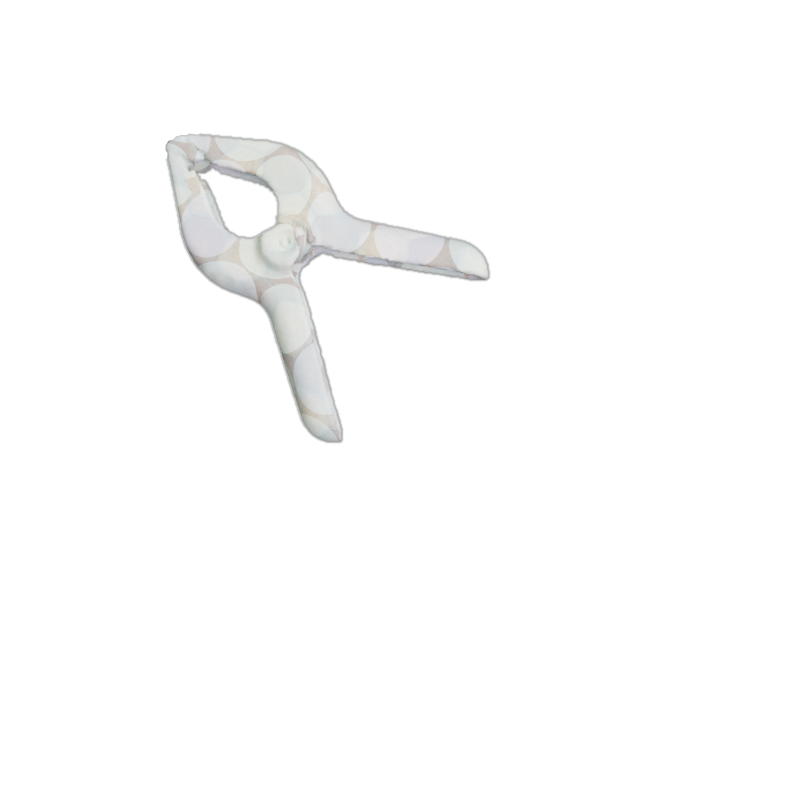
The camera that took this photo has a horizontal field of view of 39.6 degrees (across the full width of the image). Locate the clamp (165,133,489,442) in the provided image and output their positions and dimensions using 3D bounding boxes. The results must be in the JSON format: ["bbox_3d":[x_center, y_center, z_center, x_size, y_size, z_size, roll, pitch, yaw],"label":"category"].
[{"bbox_3d":[-0.044,-0.079,0.557,0.120,0.176,0.038,-38,-9,-8],"label":"clamp"}]
